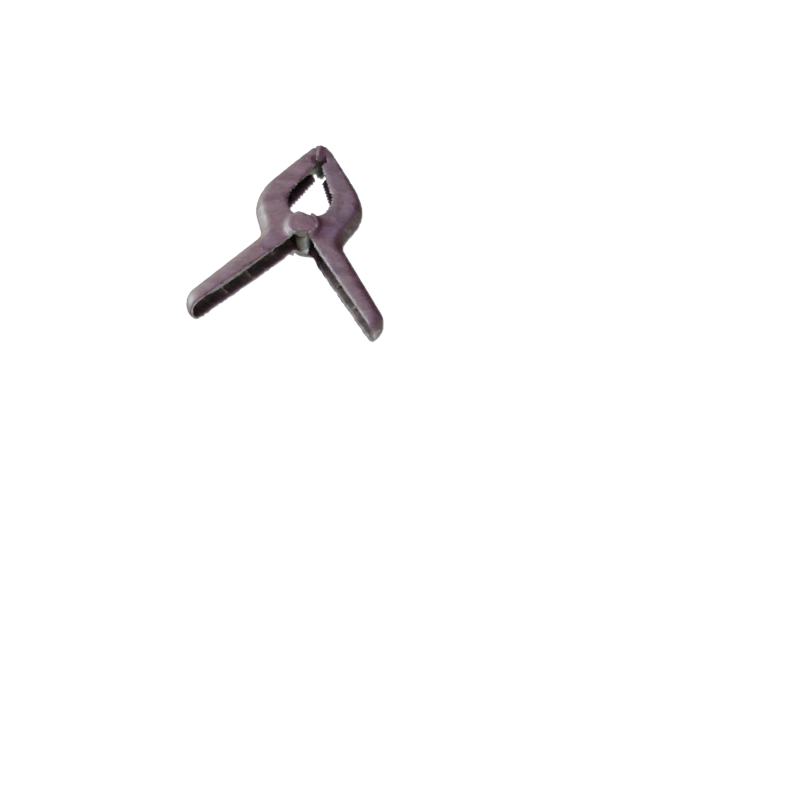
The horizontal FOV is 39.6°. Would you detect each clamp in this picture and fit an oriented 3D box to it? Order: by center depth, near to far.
[{"bbox_3d":[-0.076,-0.138,0.969,0.167,0.221,0.034,12,-37,9],"label":"clamp"}]
